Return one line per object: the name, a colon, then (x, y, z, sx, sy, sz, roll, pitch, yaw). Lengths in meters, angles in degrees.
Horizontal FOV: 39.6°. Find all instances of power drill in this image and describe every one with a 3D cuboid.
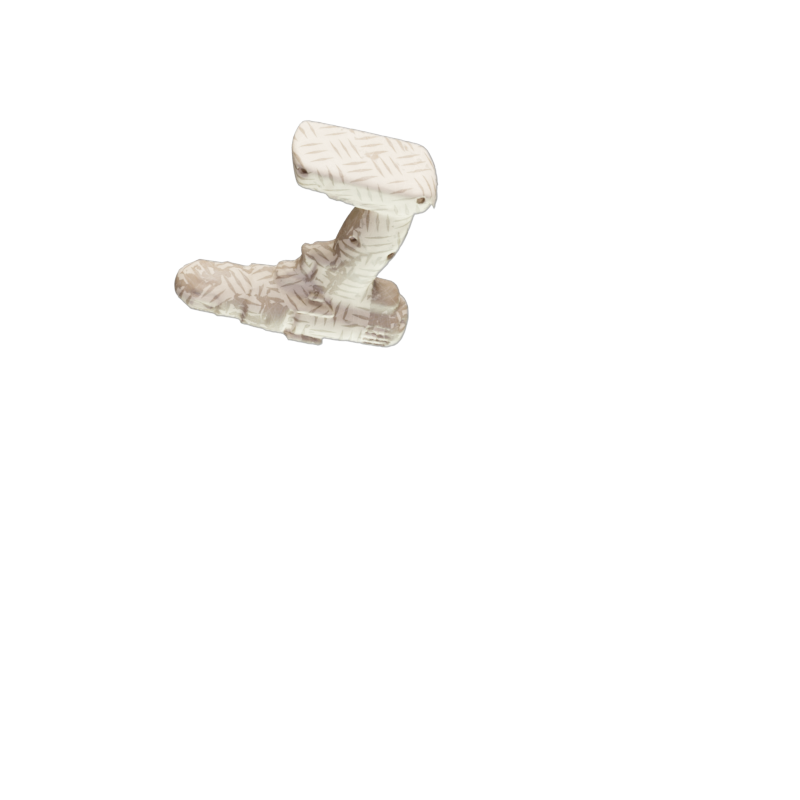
power drill: (-0.064, -0.117, 0.818, 0.181, 0.062, 0.178, 10, -40, -13)
